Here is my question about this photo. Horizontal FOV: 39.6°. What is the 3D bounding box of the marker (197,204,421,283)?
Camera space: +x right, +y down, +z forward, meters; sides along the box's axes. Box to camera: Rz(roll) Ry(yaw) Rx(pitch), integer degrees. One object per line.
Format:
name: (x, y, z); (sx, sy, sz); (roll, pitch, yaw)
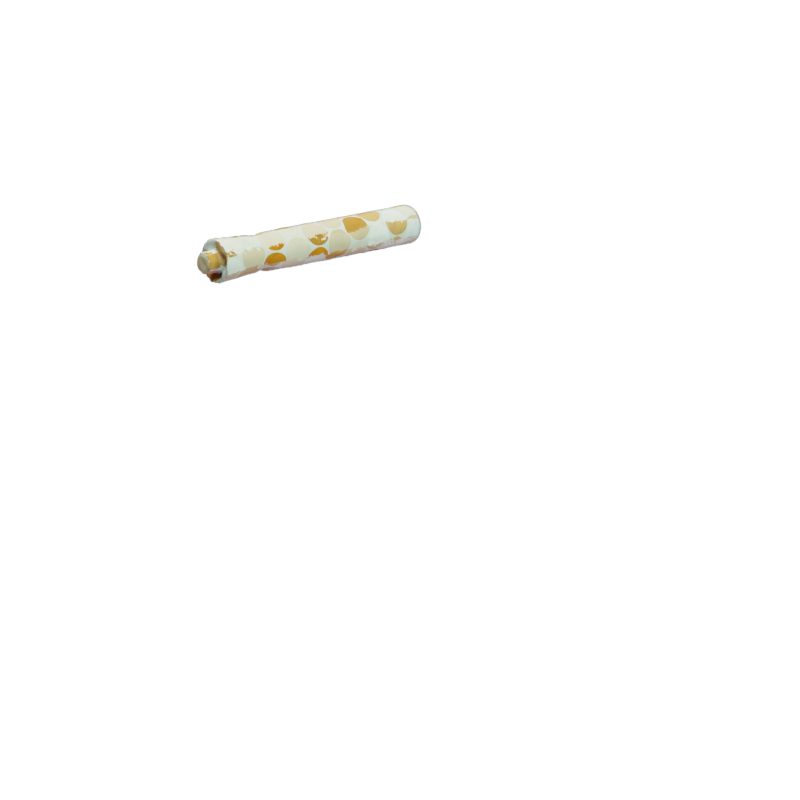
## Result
marker: (-0.038, -0.070, 0.489); (0.118, 0.019, 0.021); (-19, 16, -42)
